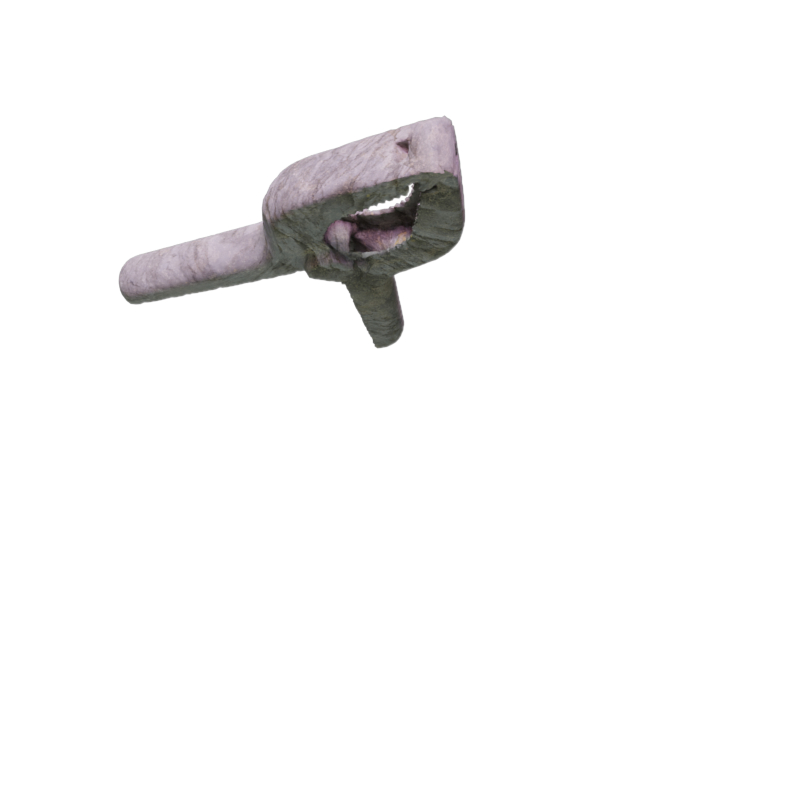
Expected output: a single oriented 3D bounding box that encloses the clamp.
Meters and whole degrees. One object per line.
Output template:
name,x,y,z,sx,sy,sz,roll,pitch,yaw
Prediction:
clamp,-0.042,-0.077,0.536,0.160,0.038,0.205,7,-20,-19
